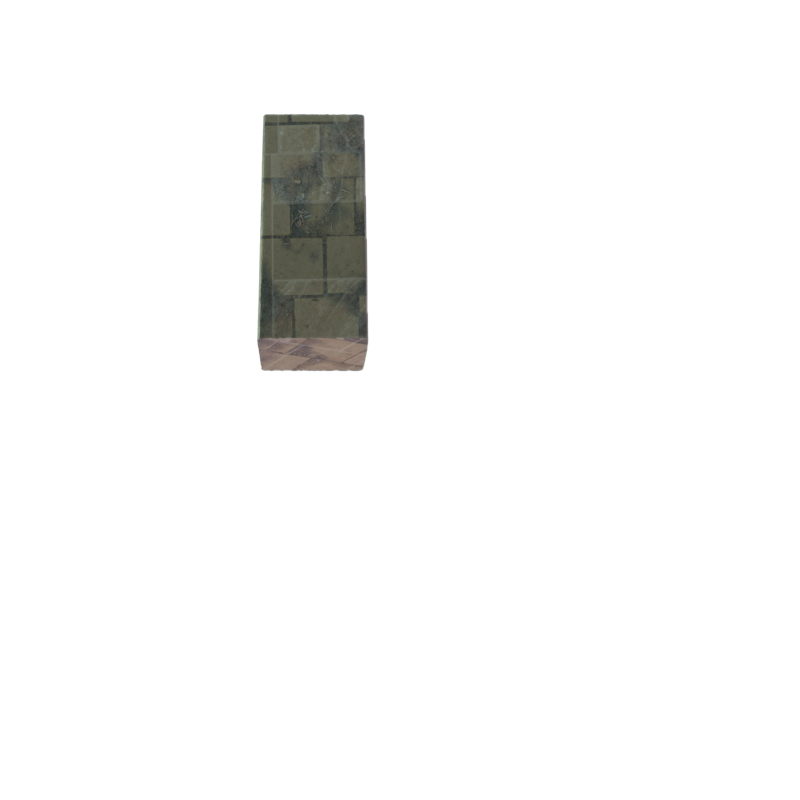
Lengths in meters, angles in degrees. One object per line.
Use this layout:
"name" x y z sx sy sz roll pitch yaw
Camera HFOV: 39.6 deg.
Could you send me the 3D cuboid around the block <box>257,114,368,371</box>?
"block" -0.075 -0.137 0.961 0.090 0.217 0.086 -1 -22 -3
